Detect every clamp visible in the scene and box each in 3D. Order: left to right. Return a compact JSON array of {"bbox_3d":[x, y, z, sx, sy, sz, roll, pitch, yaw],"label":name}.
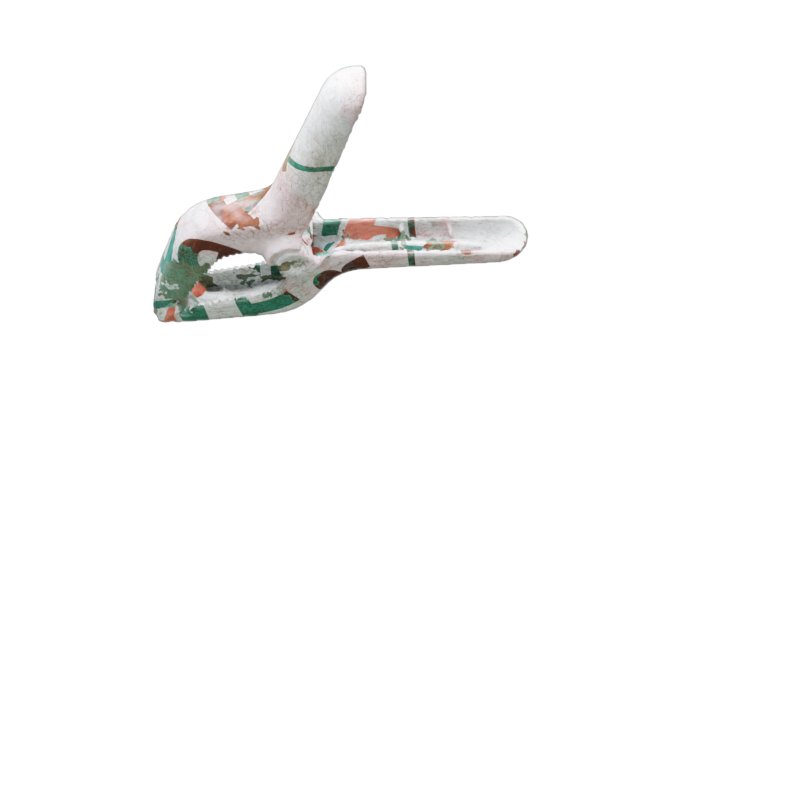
[{"bbox_3d":[-0.047,-0.086,0.604,0.210,0.039,0.154,-25,-40,35],"label":"clamp"}]
